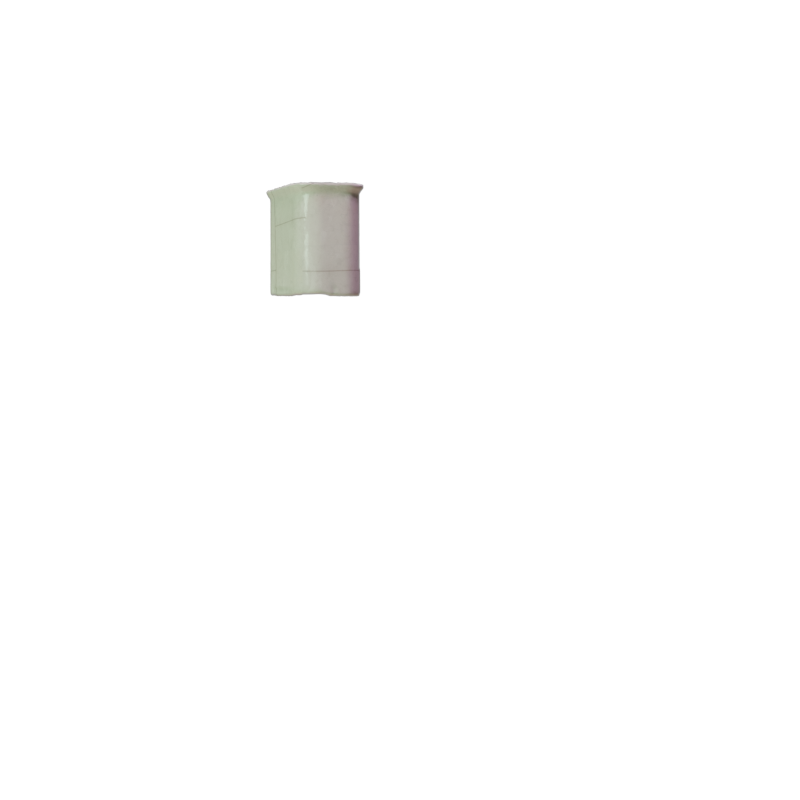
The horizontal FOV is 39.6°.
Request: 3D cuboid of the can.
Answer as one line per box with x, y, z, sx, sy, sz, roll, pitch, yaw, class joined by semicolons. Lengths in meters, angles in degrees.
-0.067;-0.122;0.854;0.056;0.084;0.105;0;2;-20;can
